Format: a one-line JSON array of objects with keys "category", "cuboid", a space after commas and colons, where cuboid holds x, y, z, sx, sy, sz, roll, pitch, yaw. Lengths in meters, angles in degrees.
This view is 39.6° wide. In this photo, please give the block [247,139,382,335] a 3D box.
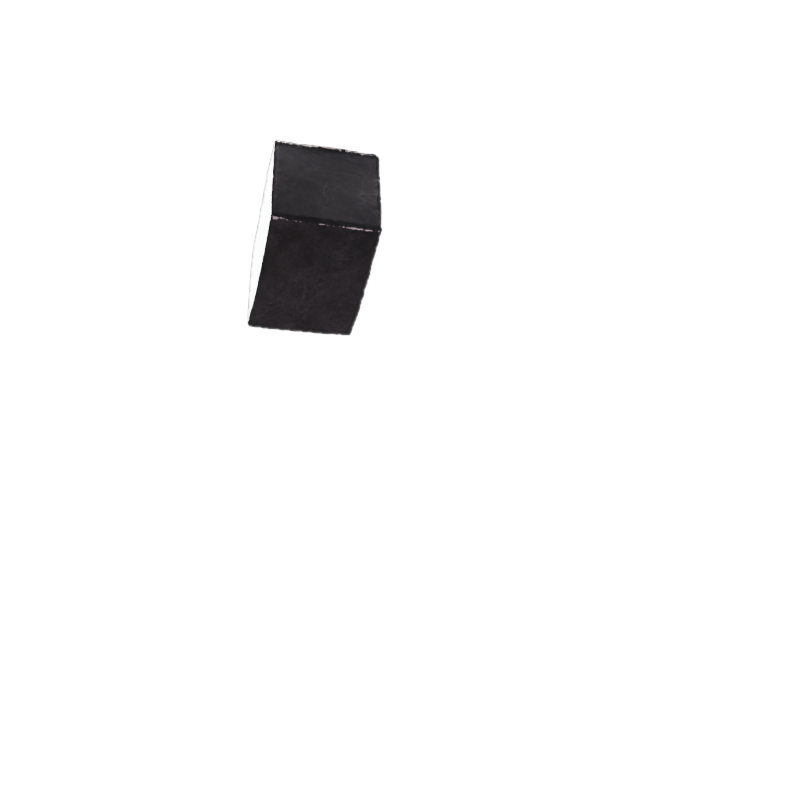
[{"category": "block", "cuboid": [-0.042, -0.076, 0.532, 0.052, 0.055, 0.074, 7, -42, -11]}]
